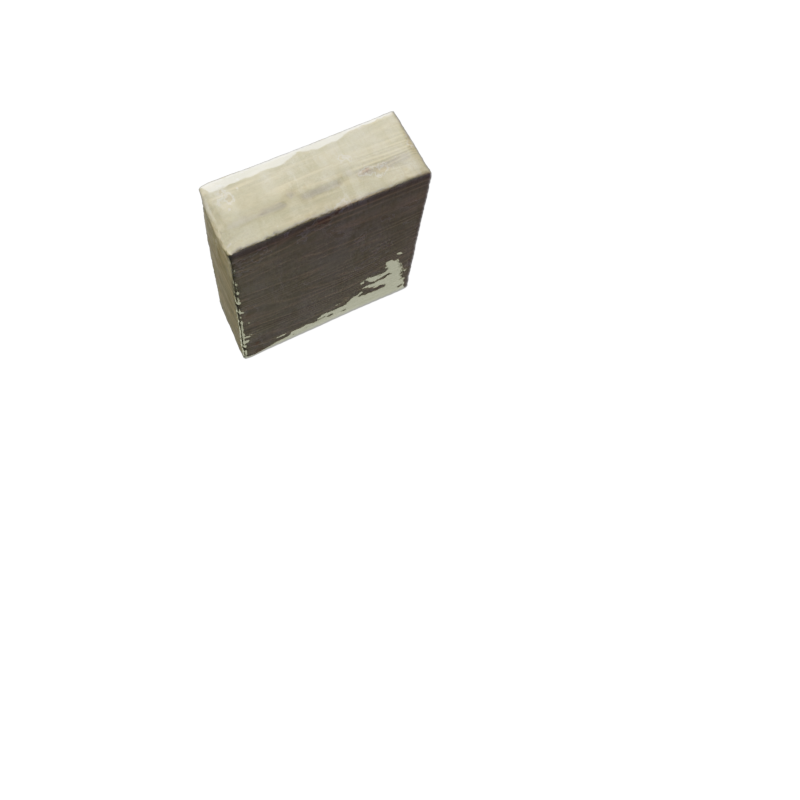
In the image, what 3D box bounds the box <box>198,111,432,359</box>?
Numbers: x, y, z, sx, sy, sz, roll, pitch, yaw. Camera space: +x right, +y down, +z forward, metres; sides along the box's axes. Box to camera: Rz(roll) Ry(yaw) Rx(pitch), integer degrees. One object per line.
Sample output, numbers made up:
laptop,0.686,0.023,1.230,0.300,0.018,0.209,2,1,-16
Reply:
box,-0.070,-0.129,0.900,0.164,0.076,0.203,-24,-17,-12
